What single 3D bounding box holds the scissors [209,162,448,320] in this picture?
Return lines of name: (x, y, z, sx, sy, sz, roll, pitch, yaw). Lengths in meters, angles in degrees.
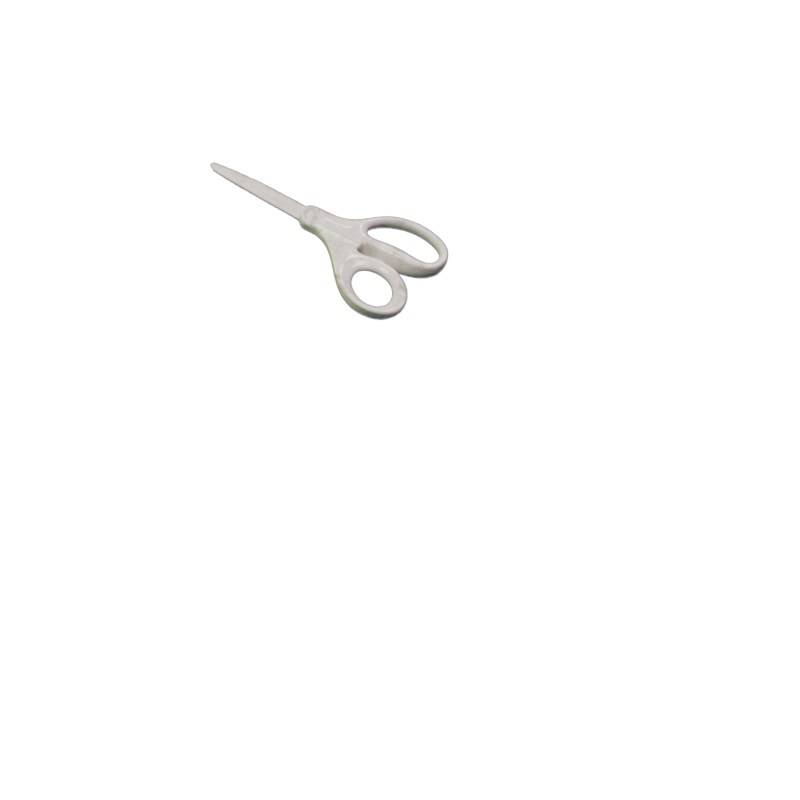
scissors: (-0.066, -0.120, 0.841, 0.205, 0.101, 0.015, 16, -30, 9)
